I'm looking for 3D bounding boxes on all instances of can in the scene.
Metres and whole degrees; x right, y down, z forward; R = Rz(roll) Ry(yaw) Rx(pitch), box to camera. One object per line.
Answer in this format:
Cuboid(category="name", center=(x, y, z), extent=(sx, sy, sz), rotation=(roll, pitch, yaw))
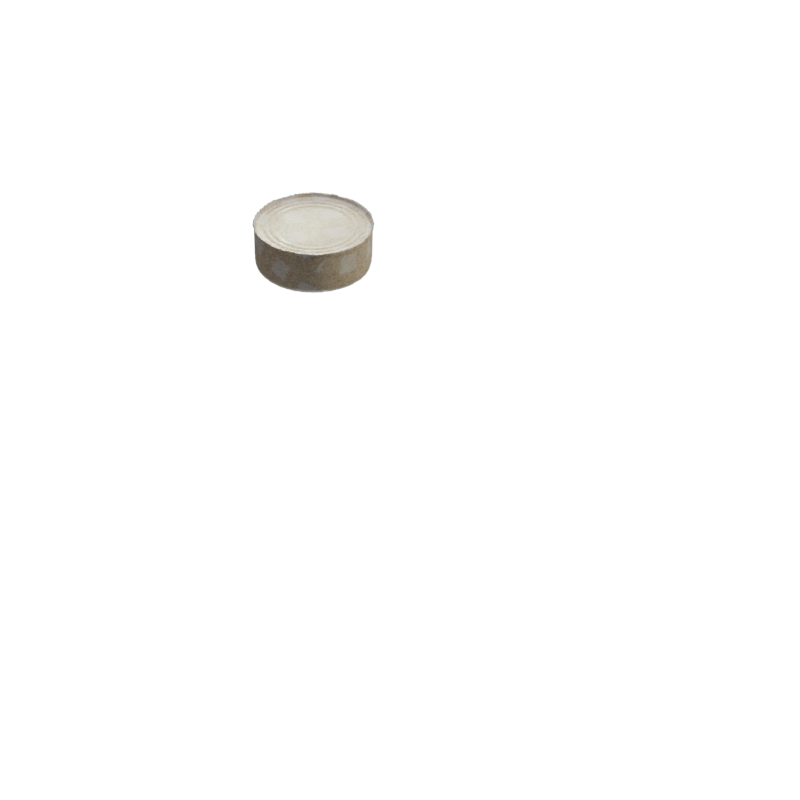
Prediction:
Cuboid(category="can", center=(-0.062, -0.113, 0.792), extent=(0.086, 0.031, 0.092), rotation=(-1, 37, -2))
